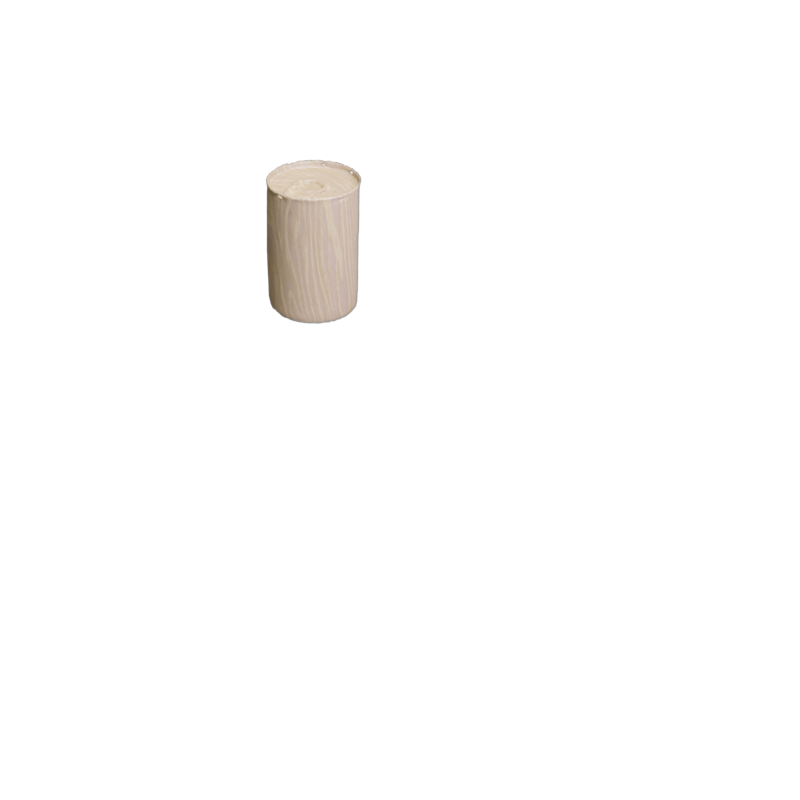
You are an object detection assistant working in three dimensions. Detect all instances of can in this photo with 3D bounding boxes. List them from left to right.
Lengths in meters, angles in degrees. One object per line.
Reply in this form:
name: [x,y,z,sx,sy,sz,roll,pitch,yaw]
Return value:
can: [-0.064,-0.116,0.812,0.068,0.096,0.073,0,31,-3]
